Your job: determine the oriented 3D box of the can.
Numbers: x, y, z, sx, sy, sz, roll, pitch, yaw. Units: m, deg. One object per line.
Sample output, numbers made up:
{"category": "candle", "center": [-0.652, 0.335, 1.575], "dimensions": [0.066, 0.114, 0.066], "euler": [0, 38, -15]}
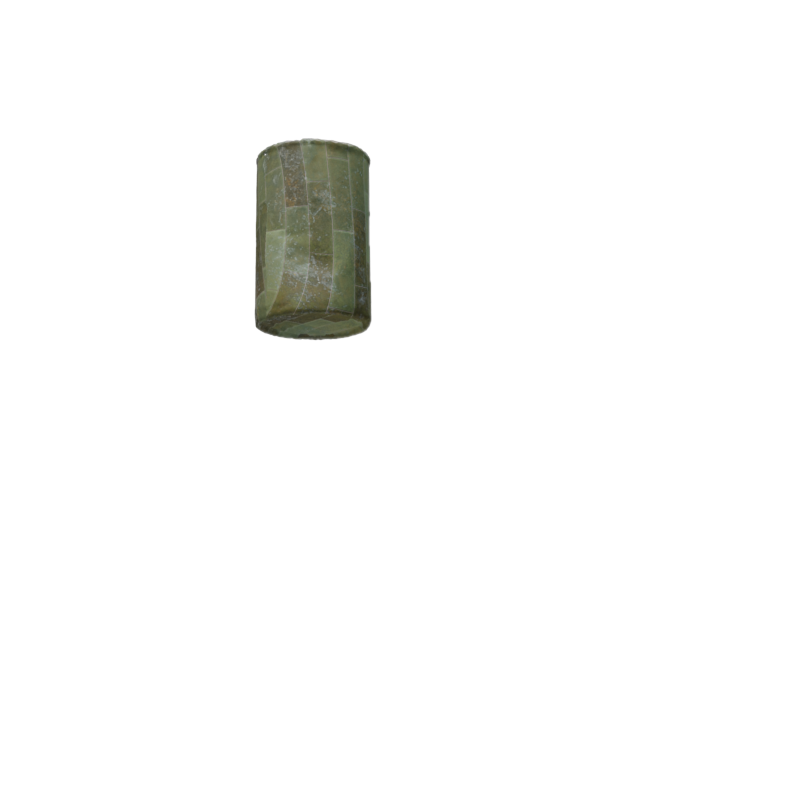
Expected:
{"category": "can", "center": [-0.050, -0.092, 0.643], "dimensions": [0.068, 0.106, 0.066], "euler": [0, -15, -2]}
